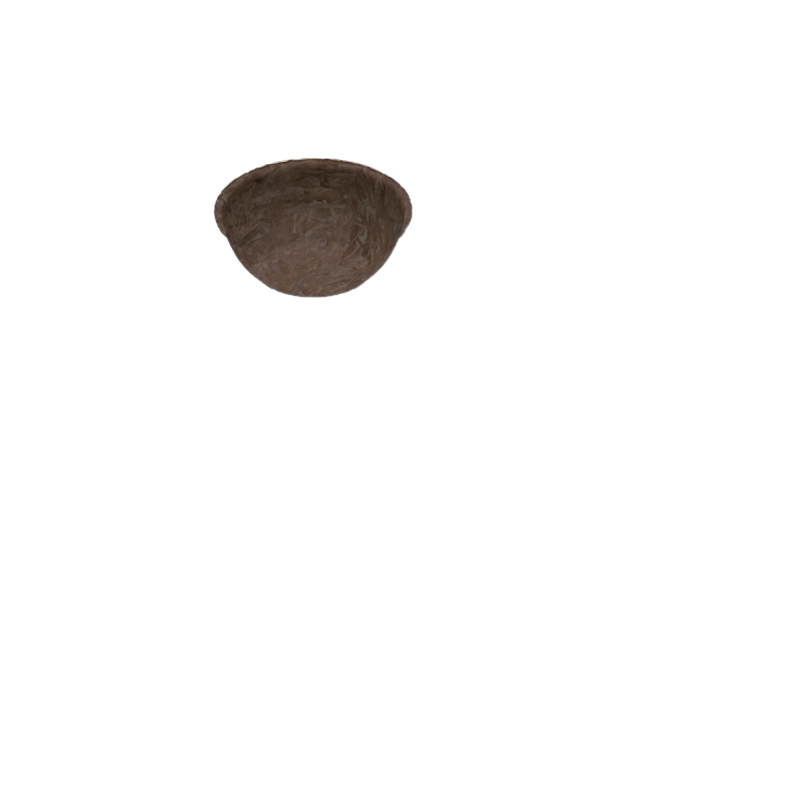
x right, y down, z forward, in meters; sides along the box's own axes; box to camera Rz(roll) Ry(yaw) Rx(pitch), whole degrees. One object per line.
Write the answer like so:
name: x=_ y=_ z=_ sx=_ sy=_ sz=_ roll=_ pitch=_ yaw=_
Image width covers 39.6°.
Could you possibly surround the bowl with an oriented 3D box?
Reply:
bowl: x=-0.069 y=-0.127 z=0.887 sx=0.162 sy=0.058 sz=0.153 roll=1 pitch=-24 yaw=-2
